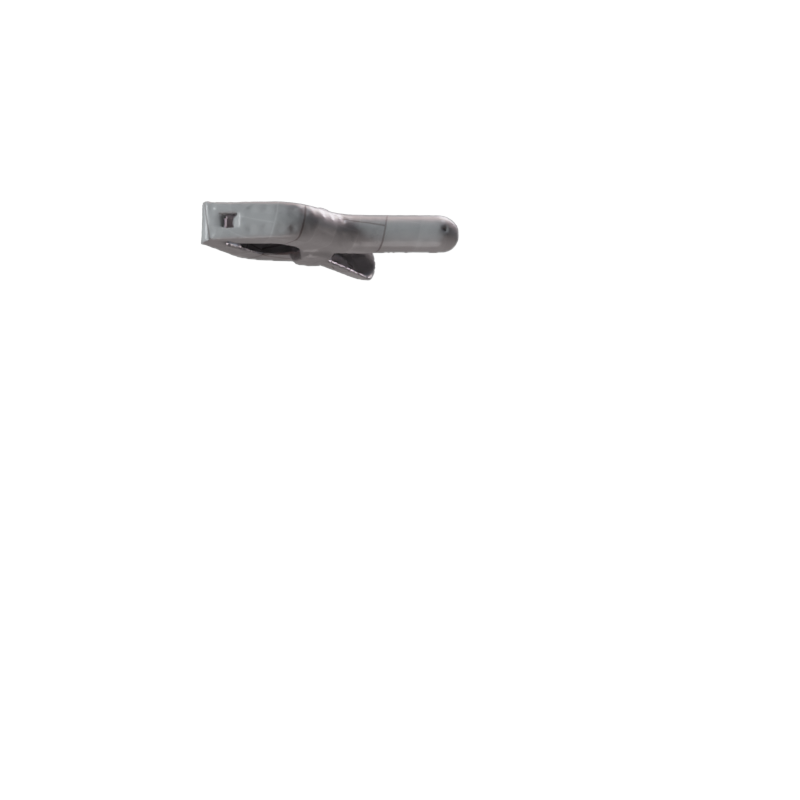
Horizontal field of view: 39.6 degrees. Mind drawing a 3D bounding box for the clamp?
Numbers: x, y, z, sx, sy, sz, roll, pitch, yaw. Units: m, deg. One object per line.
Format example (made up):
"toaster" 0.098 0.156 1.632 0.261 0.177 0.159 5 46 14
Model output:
"clamp" -0.060 -0.109 0.766 0.166 0.041 0.119 5 -15 -21
